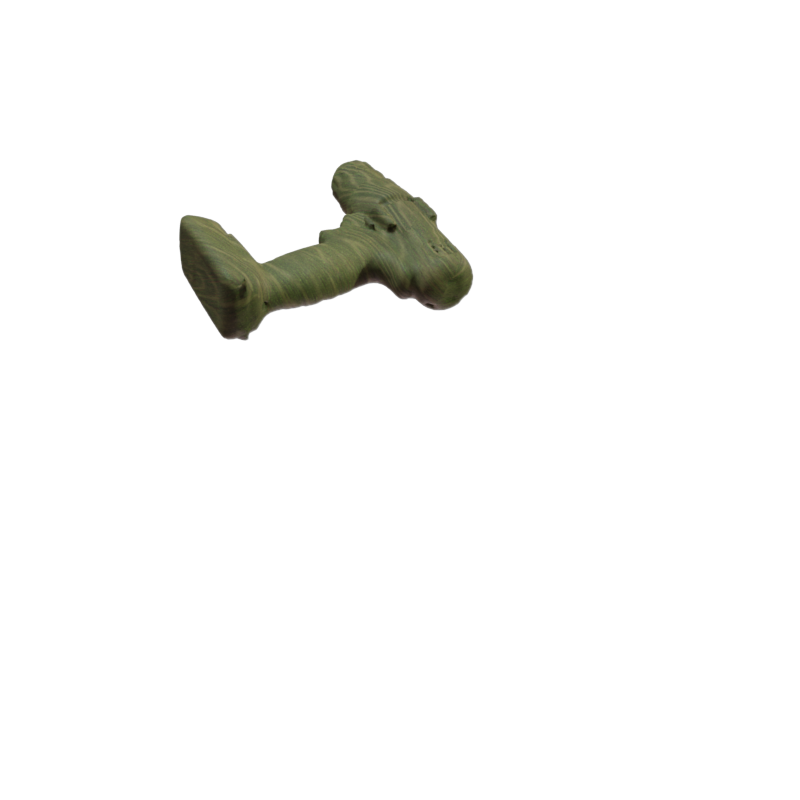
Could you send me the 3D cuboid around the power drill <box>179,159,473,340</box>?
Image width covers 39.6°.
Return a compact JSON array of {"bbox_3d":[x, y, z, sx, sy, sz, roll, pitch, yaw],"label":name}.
[{"bbox_3d":[-0.064,-0.117,0.823,0.185,0.054,0.199,-15,39,-20],"label":"power drill"}]
